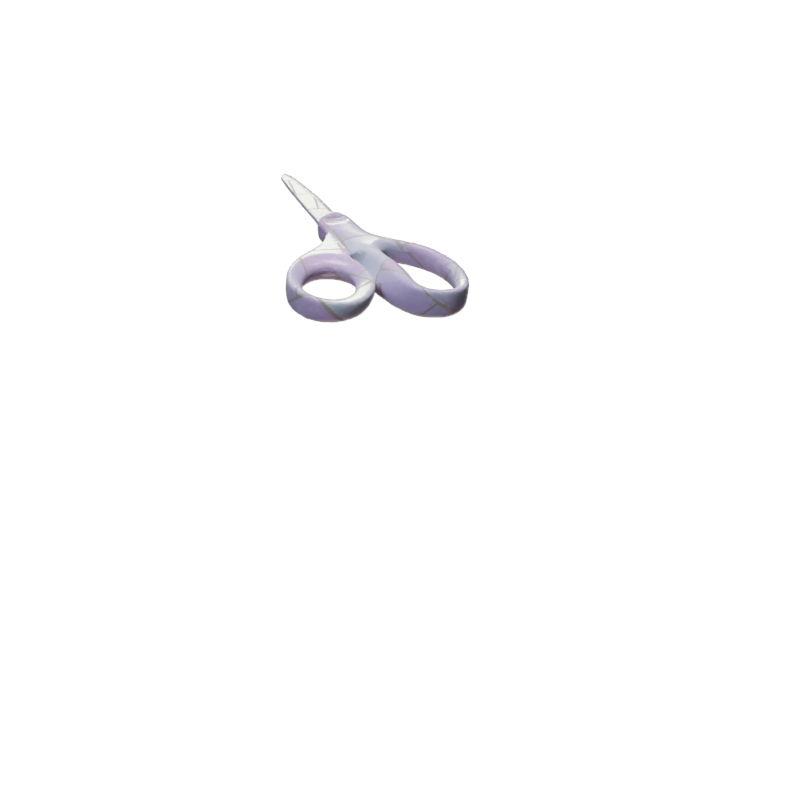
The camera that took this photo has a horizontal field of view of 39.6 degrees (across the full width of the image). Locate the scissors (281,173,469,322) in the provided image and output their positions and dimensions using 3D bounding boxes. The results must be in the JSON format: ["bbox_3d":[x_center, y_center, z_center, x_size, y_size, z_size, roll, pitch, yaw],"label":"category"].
[{"bbox_3d":[-0.046,-0.084,0.592,0.095,0.015,0.216,-18,33,-30],"label":"scissors"}]
